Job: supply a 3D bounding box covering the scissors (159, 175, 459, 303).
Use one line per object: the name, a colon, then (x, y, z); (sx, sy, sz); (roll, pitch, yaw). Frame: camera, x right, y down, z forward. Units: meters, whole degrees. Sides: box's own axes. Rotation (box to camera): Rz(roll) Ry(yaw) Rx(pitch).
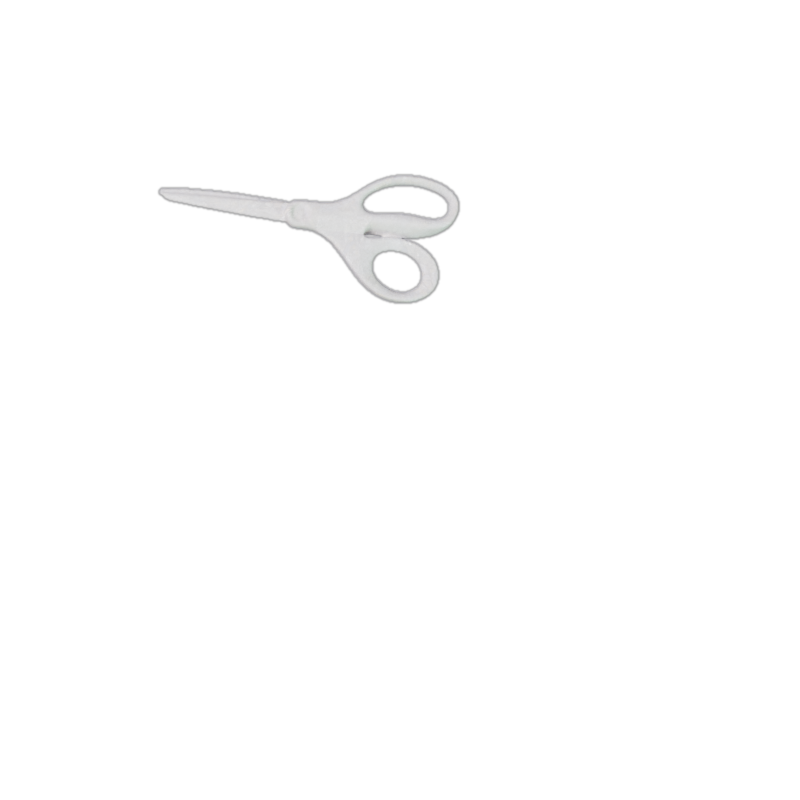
scissors: (-0.059, -0.107, 0.748); (0.201, 0.099, 0.015); (-6, -12, -1)
